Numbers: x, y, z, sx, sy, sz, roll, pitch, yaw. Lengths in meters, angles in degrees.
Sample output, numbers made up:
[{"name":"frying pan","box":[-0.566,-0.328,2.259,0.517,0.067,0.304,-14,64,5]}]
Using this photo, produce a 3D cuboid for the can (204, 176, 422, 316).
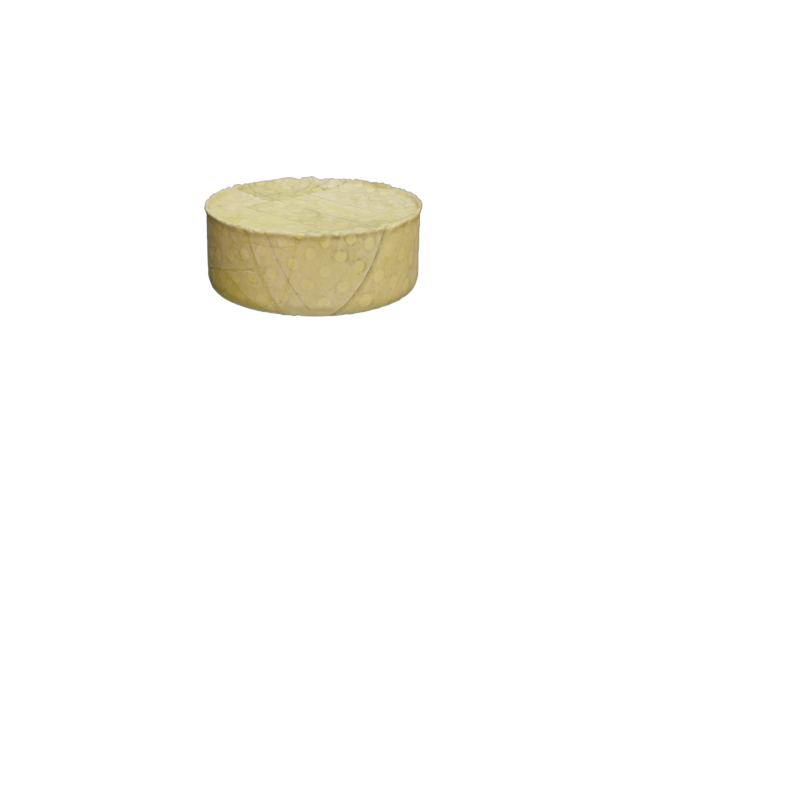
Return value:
[{"name":"can","box":[-0.035,-0.063,0.442,0.086,0.032,0.090,-1,23,-2]}]
